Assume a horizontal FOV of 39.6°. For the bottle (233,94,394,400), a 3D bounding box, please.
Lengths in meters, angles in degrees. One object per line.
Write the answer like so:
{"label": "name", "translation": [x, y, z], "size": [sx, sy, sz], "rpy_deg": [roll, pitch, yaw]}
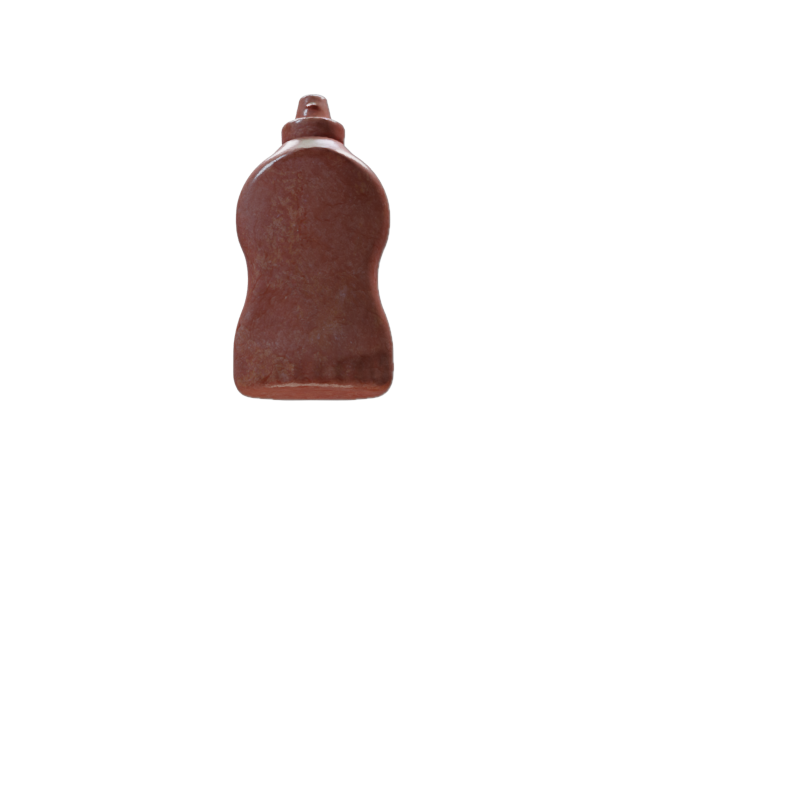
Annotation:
{"label": "bottle", "translation": [-0.054, -0.098, 0.688], "size": [0.096, 0.199, 0.056], "rpy_deg": [-1, -16, 0]}
